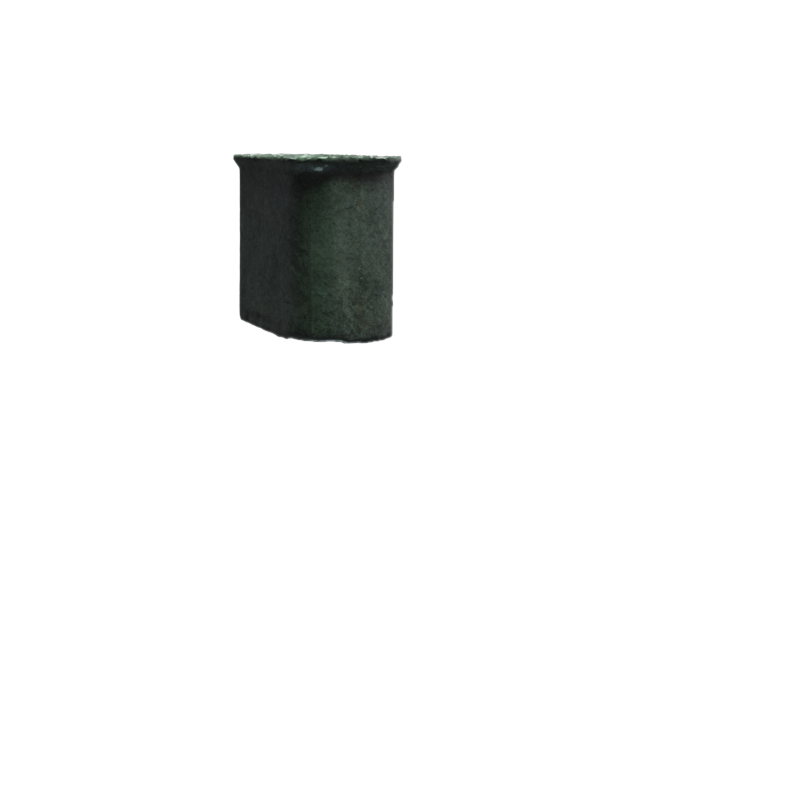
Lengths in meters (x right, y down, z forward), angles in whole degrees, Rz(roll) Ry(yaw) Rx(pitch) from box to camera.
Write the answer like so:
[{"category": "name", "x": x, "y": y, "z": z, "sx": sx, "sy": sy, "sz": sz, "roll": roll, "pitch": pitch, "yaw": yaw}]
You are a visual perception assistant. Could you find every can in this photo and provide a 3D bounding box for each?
[{"category": "can", "x": -0.042, "y": -0.076, "z": 0.533, "sx": 0.056, "sy": 0.082, "sz": 0.107, "roll": -4, "pitch": 11, "yaw": -25}]
